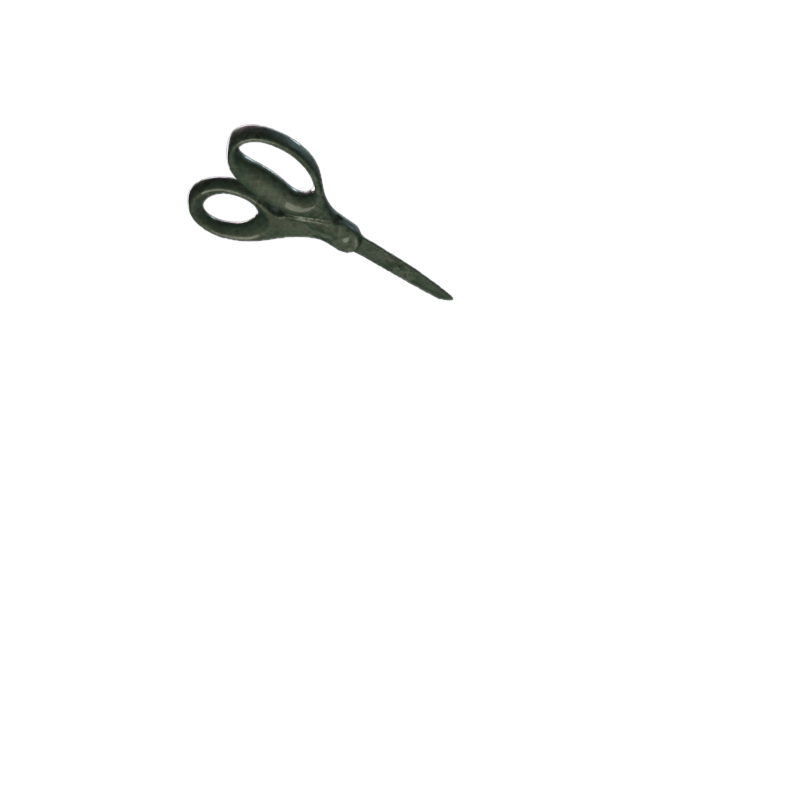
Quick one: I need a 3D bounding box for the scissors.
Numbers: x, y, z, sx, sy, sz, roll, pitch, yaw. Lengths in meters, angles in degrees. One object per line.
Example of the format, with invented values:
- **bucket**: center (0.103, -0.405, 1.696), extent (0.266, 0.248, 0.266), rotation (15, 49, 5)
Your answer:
- **scissors**: center (-0.056, -0.102, 0.714), extent (0.097, 0.017, 0.187), rotation (-23, -45, 25)
